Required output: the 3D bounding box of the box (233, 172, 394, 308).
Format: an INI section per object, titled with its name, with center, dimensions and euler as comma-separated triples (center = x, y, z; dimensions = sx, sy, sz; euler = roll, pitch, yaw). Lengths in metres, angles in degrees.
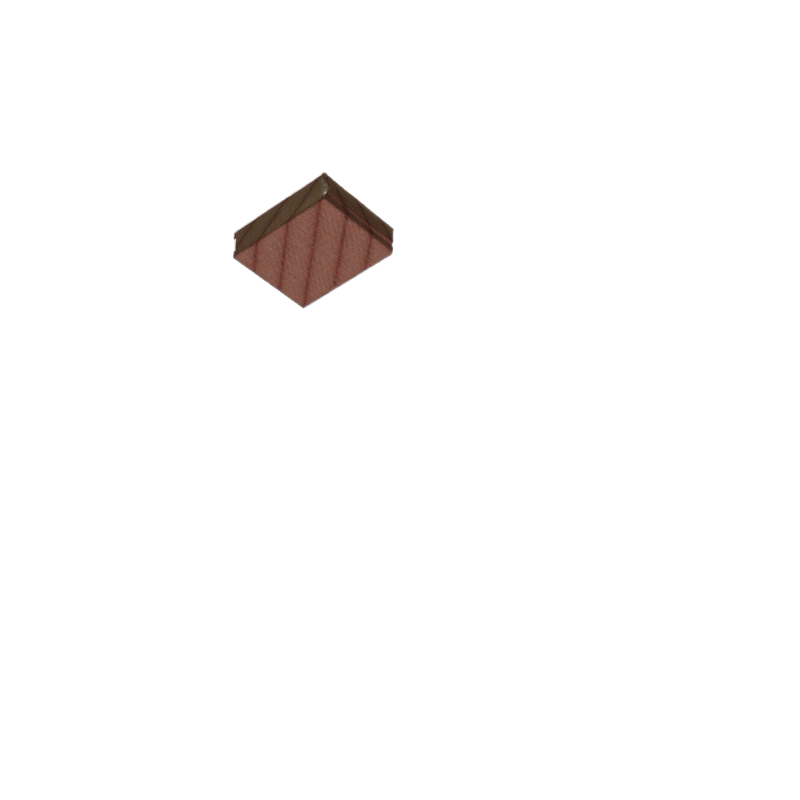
[box]
center = -0.060, -0.111, 0.774
dimensions = 0.089, 0.032, 0.068
euler = -29, -48, 30
